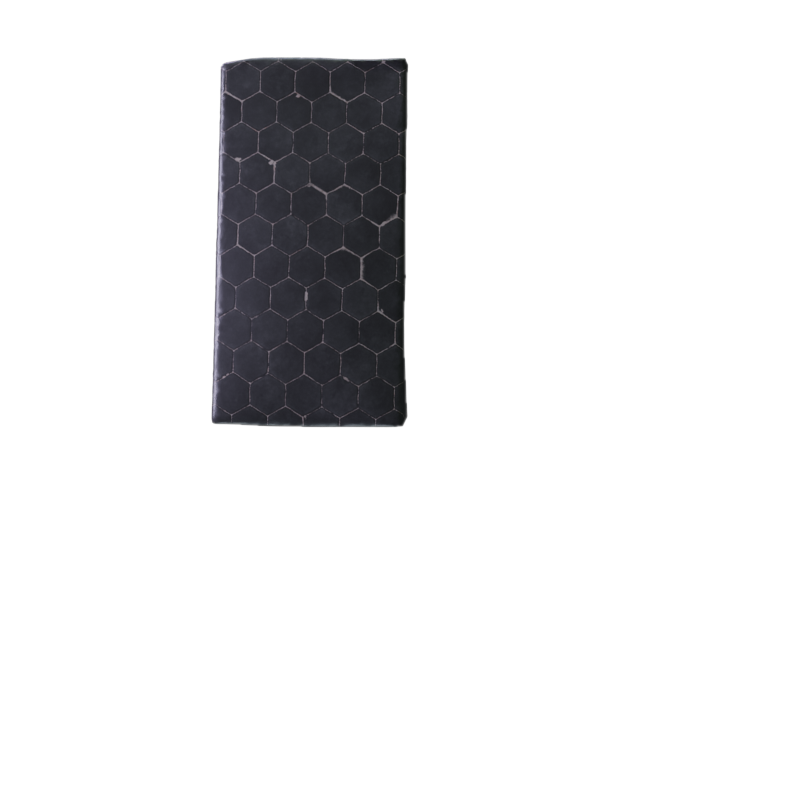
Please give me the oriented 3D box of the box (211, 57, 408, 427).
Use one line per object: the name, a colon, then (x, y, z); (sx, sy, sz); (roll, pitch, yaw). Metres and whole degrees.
box: (-0.042, -0.077, 0.540); (0.094, 0.178, 0.047); (0, -4, 3)
